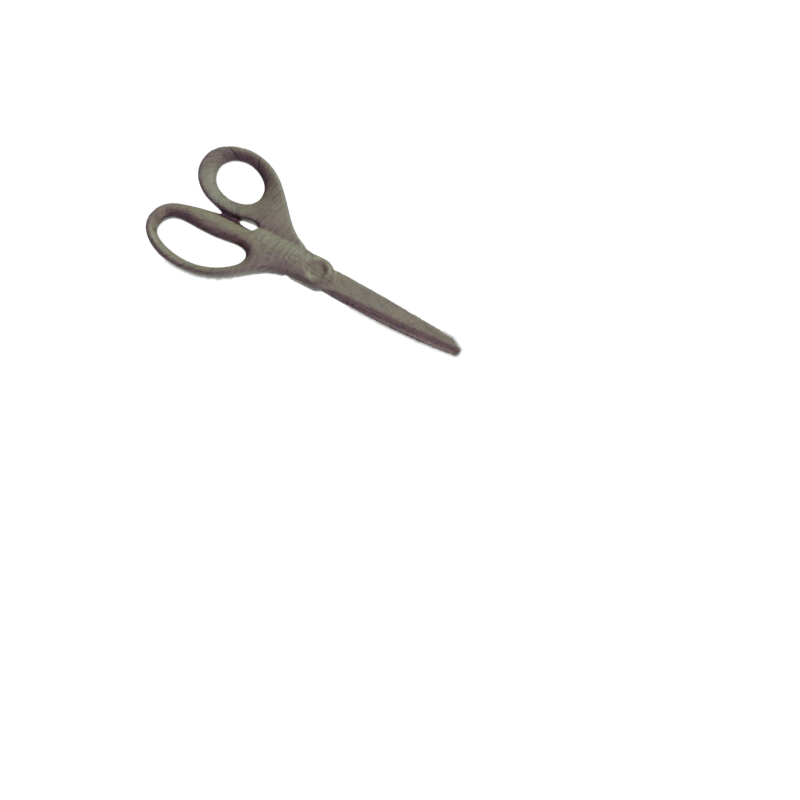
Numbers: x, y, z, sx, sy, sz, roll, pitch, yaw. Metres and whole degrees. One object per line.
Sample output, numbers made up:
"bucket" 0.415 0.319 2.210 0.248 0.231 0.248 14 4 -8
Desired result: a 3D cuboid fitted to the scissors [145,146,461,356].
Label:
"scissors" -0.053 -0.096 0.673 0.204 0.100 0.015 14 -20 5
